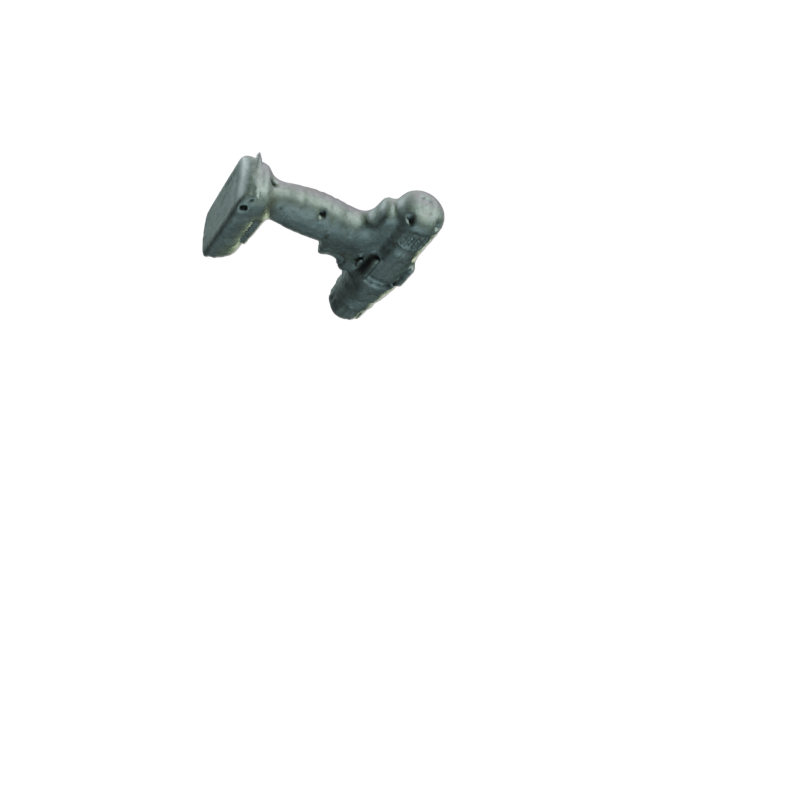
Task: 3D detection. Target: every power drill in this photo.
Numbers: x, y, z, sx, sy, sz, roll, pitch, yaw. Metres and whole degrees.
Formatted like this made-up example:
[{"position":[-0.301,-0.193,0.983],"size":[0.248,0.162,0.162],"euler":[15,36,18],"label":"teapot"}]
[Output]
[{"position":[-0.078,-0.142,0.995],"size":[0.181,0.061,0.179],"euler":[13,-34,-21],"label":"power drill"}]
